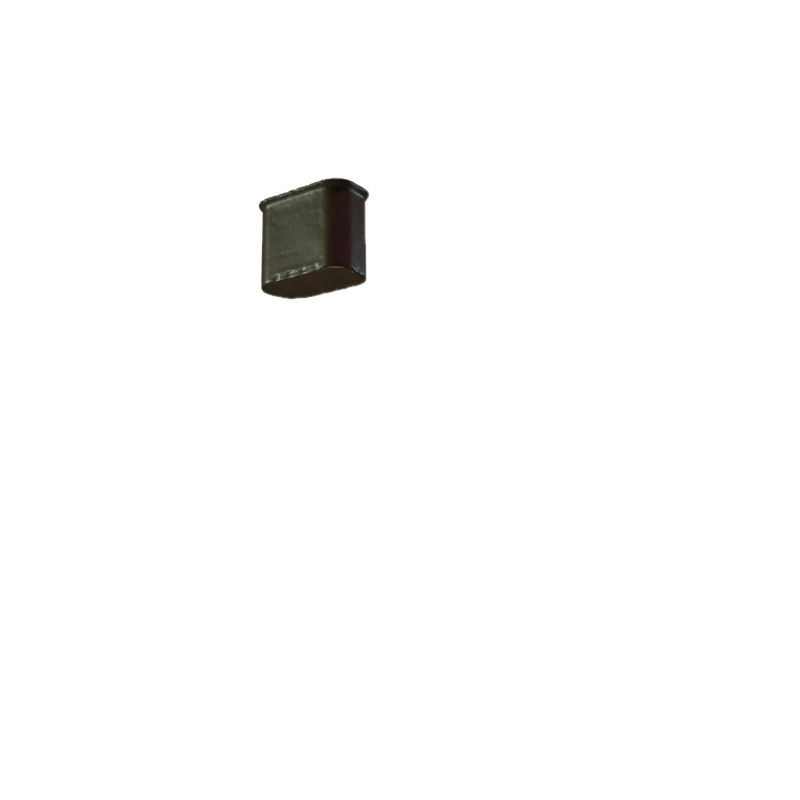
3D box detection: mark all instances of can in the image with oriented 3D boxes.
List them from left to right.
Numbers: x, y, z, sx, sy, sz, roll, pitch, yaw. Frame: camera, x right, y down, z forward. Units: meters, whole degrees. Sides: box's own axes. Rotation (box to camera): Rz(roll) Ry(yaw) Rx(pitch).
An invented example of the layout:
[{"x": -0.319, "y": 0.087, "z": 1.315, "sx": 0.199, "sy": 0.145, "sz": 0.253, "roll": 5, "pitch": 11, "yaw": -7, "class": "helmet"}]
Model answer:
[{"x": -0.078, "y": -0.141, "z": 0.991, "sx": 0.104, "sy": 0.088, "sz": 0.054, "roll": -12, "pitch": -22, "yaw": 33, "class": "can"}]
